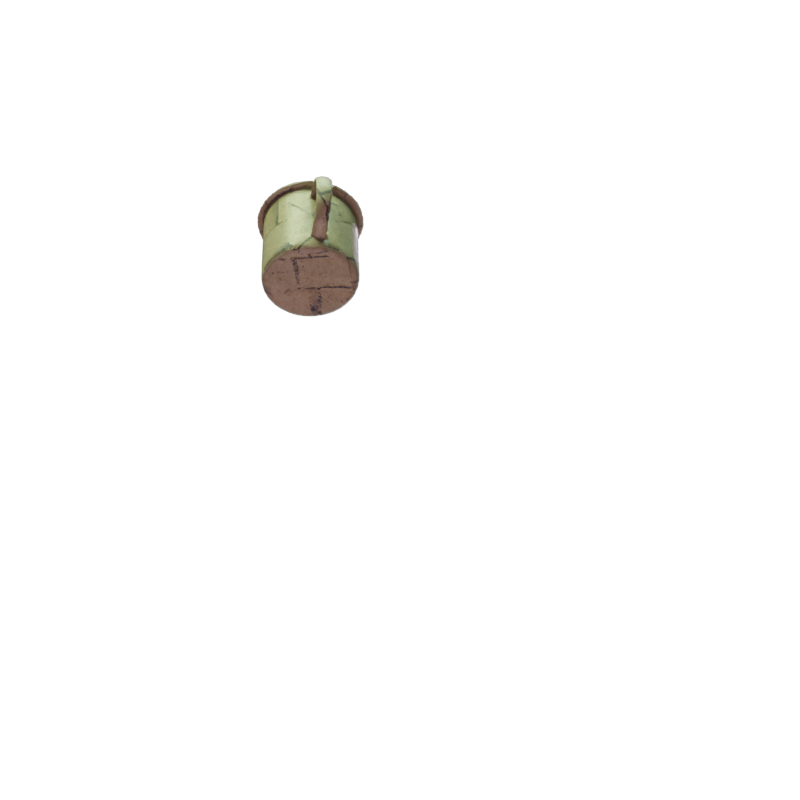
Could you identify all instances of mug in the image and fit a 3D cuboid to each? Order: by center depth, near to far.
[{"bbox_3d":[-0.073,-0.134,0.936,0.092,0.087,0.111,9,-47,-11],"label":"mug"}]
